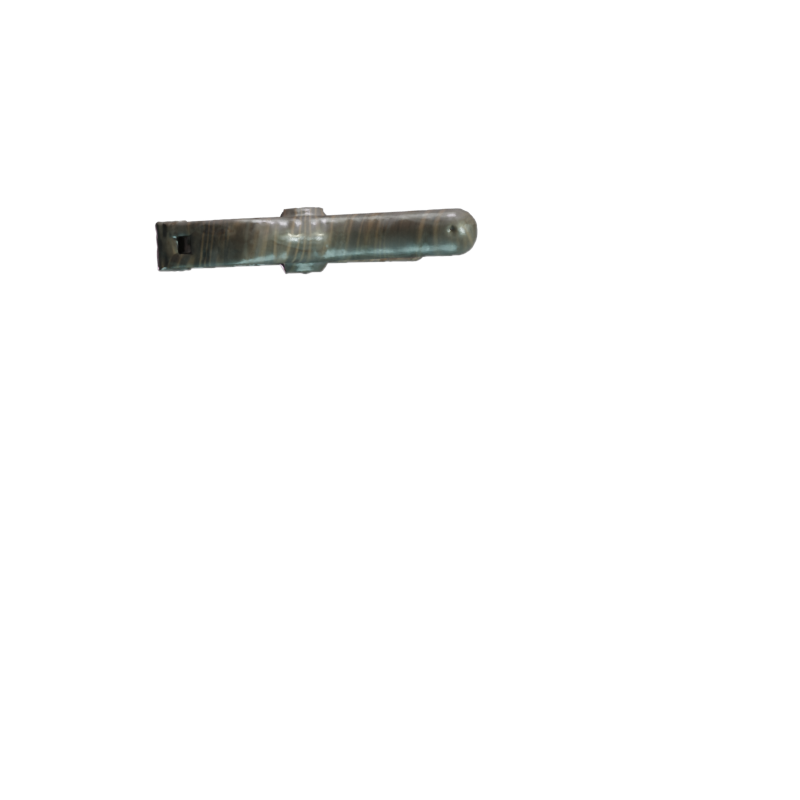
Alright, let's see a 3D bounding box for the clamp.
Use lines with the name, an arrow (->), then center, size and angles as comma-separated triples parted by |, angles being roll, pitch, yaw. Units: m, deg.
clamp -> -0.049, -0.089, 0.626 | 0.171, 0.040, 0.119 | 0, -1, -1
